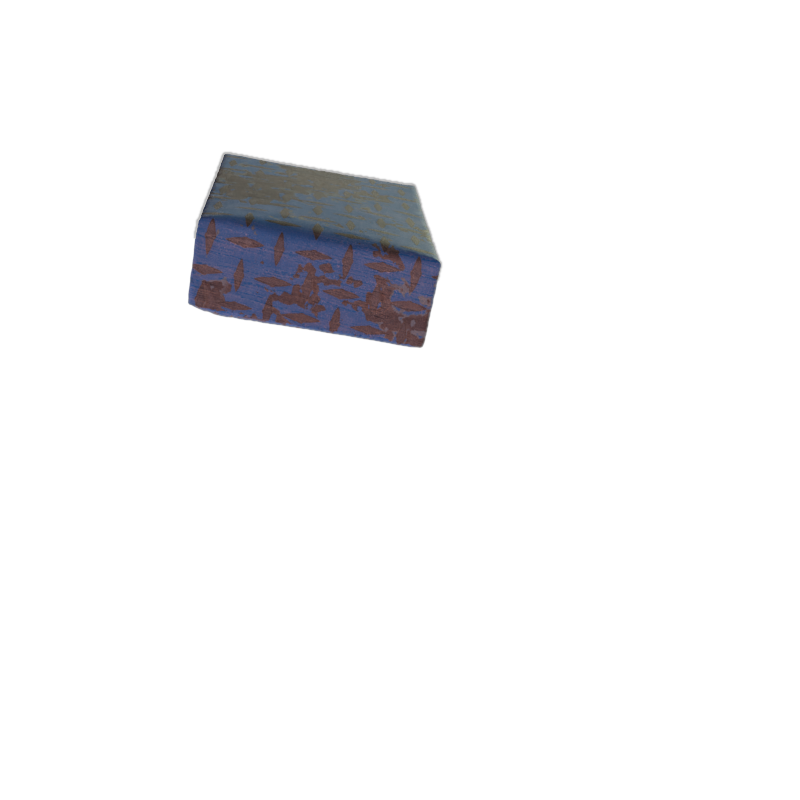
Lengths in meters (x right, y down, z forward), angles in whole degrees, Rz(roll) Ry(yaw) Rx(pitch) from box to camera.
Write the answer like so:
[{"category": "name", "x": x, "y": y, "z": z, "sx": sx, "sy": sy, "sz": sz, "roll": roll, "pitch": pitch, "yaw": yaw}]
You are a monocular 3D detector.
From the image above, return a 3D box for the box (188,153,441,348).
[{"category": "box", "x": -0.065, "y": -0.118, "z": 0.828, "sx": 0.163, "sy": 0.069, "sz": 0.224, "roll": 9, "pitch": 22, "yaw": -6}]
